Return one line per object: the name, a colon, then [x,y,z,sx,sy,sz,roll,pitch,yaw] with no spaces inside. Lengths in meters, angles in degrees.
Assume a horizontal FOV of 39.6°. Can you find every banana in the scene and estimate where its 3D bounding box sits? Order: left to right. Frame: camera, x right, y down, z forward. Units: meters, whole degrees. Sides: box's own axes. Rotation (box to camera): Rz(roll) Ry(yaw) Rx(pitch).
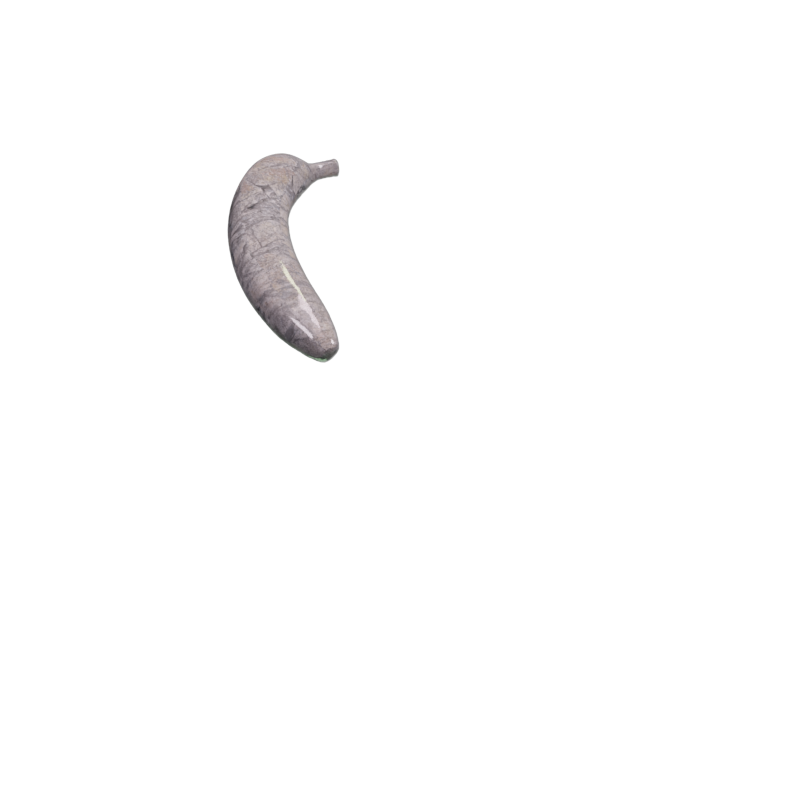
banana: [-0.071,-0.099,0.675,0.069,0.034,0.212,-1,43,-2]
